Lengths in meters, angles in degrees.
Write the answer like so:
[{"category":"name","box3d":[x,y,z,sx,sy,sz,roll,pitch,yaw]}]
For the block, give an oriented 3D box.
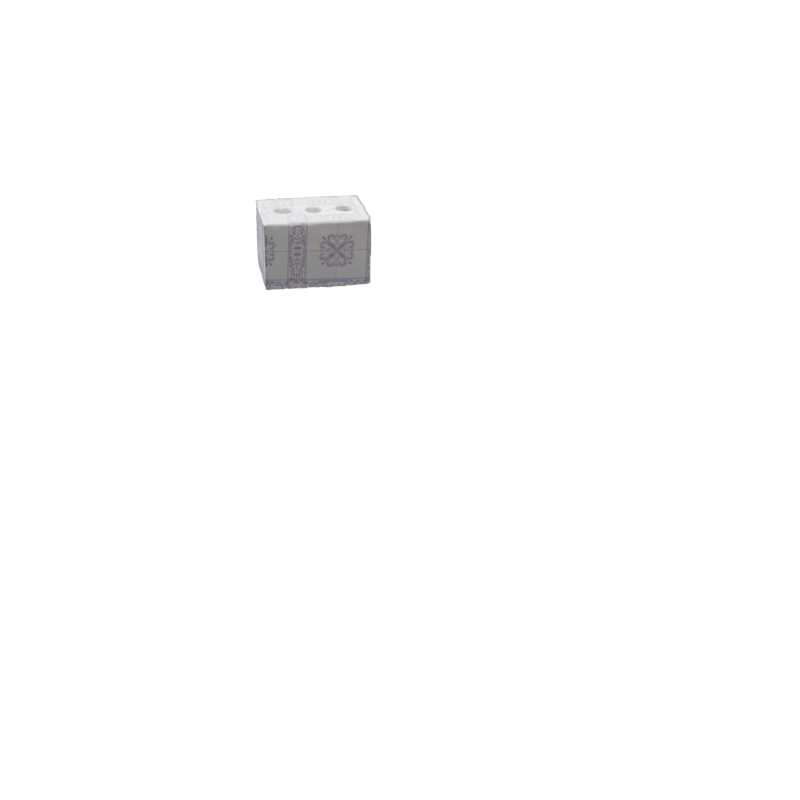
[{"category":"block","box3d":[-0.062,-0.114,0.796,0.077,0.049,0.056,-4,25,-10]}]
